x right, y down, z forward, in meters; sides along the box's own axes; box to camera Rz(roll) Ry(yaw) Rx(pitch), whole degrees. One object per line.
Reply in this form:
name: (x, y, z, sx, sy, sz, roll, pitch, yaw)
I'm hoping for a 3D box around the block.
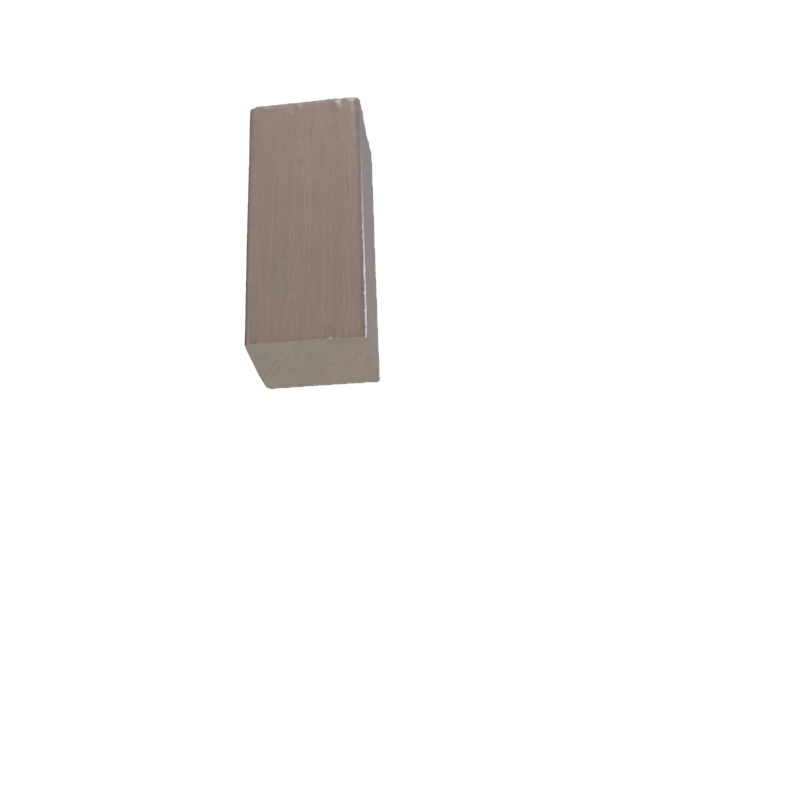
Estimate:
block: (-0.068, -0.124, 0.865, 0.091, 0.219, 0.084, -5, -27, 6)
